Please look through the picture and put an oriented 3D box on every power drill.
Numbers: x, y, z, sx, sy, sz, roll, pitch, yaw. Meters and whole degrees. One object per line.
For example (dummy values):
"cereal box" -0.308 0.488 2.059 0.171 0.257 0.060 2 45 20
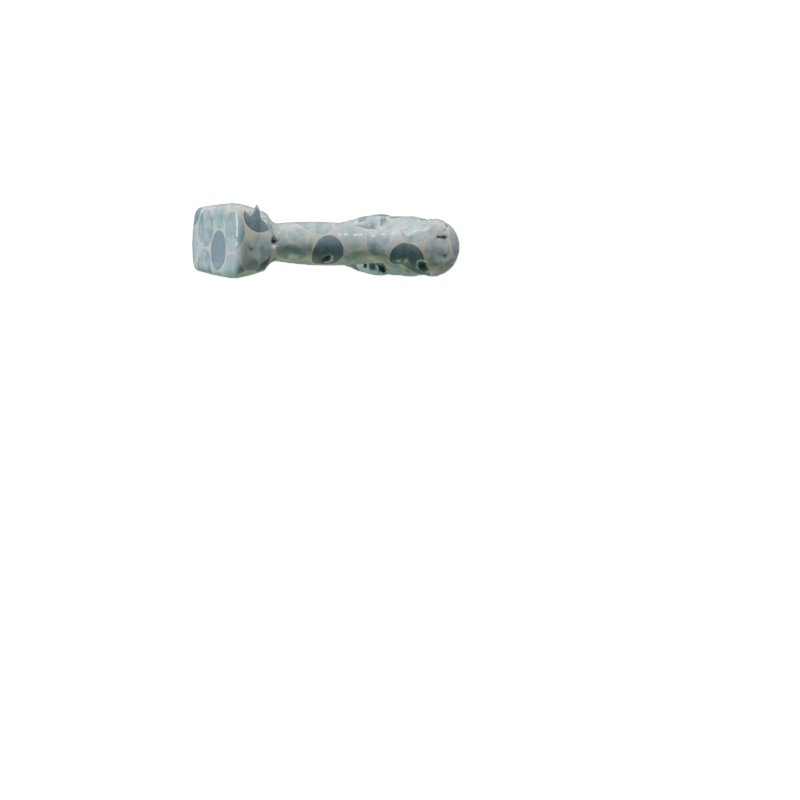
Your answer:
"power drill" -0.071 -0.130 0.912 0.182 0.057 0.191 -4 8 -28
